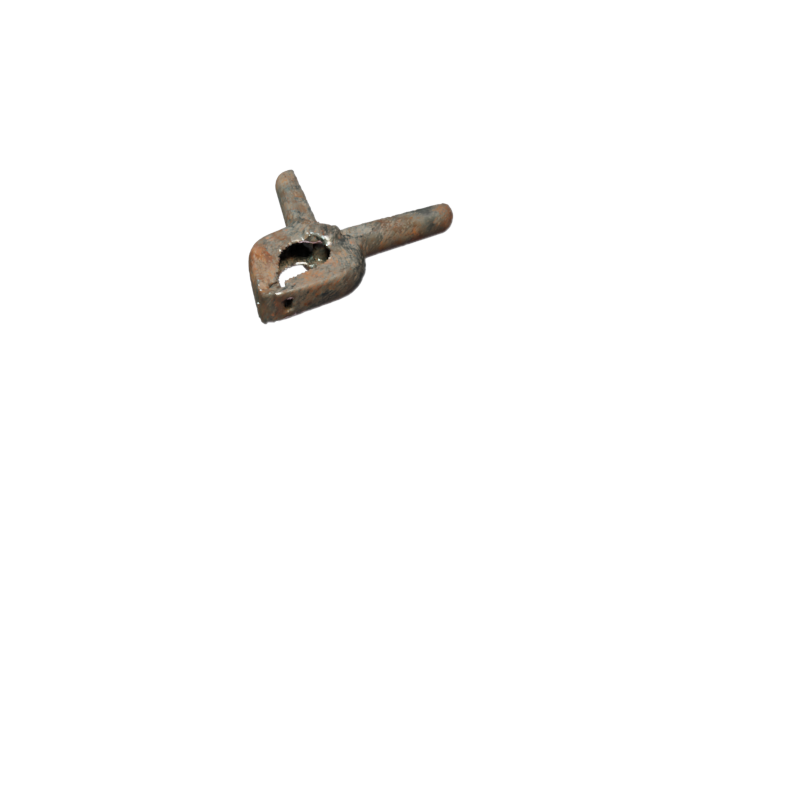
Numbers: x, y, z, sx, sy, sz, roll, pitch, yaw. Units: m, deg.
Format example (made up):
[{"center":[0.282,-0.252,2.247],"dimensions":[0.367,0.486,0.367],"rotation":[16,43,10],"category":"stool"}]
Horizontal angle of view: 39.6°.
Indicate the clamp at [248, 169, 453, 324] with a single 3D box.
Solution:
[{"center":[-0.071,-0.130,0.913],"dimensions":[0.172,0.034,0.214],"rotation":[18,39,23],"category":"clamp"}]
